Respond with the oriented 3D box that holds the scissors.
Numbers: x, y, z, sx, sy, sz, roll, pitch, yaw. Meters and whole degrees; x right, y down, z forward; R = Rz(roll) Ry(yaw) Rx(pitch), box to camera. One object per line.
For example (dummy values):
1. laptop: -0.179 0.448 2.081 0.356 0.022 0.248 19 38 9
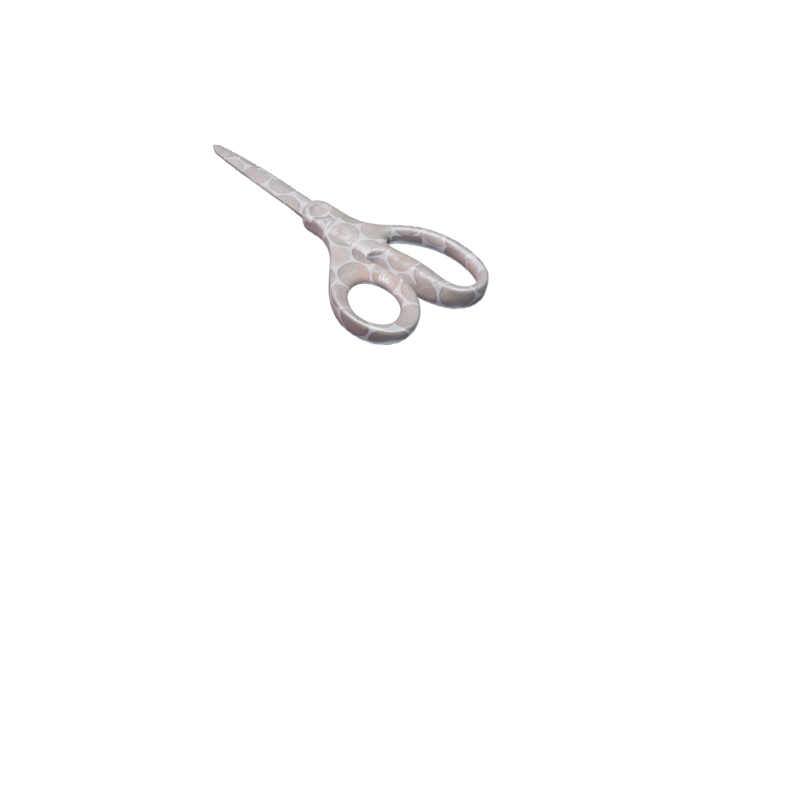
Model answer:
1. scissors: -0.050 -0.090 0.633 0.211 0.015 0.099 23 50 21
